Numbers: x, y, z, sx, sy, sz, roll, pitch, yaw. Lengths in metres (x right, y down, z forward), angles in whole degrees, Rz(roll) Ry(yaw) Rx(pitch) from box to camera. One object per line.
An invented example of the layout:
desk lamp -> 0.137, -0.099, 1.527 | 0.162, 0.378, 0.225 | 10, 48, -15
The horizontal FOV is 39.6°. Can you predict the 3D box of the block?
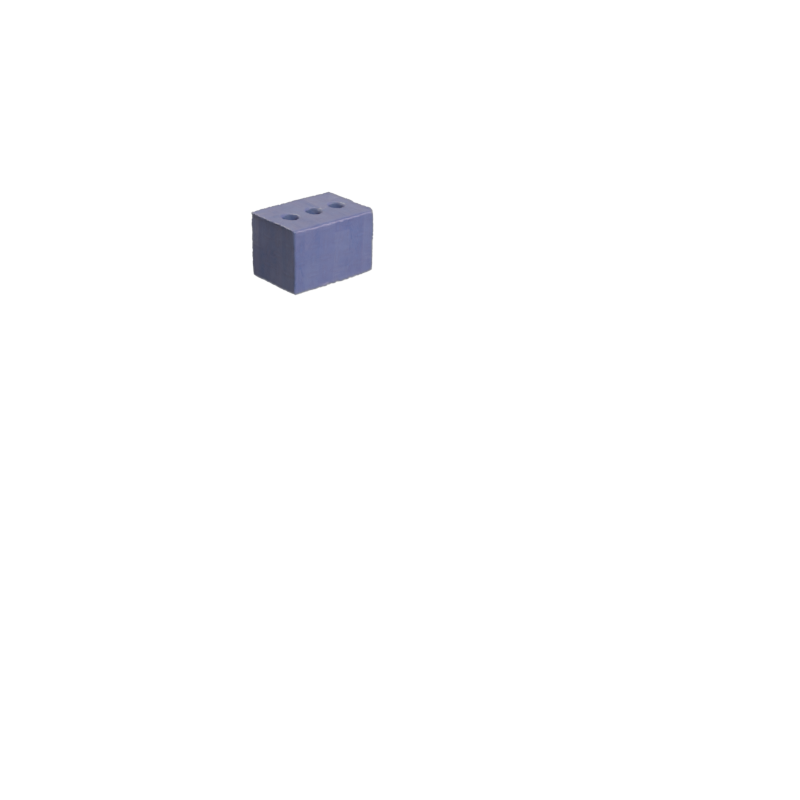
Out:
block -> -0.065, -0.118, 0.828 | 0.077, 0.049, 0.056 | -21, 33, -37
